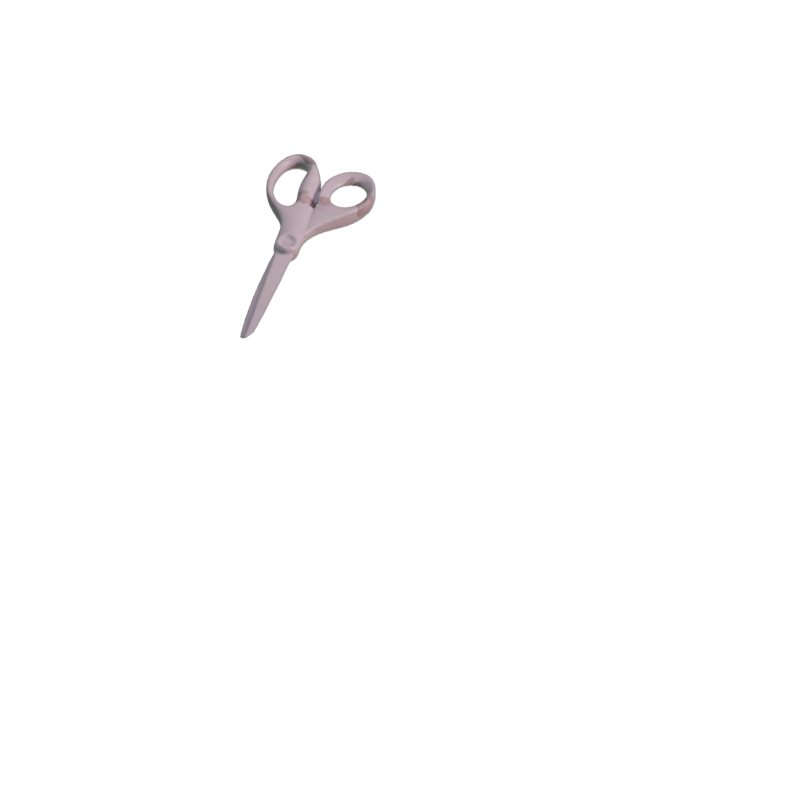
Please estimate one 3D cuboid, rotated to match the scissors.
[{"bbox_3d":[-0.065,-0.119,0.834,0.096,0.217,0.015,-1,-44,-1],"label":"scissors"}]
